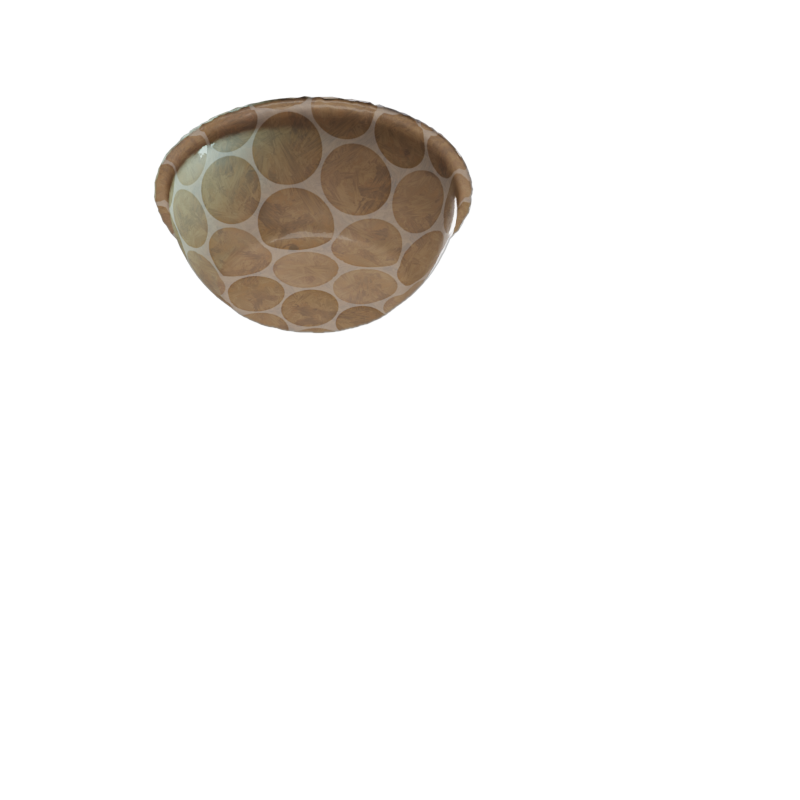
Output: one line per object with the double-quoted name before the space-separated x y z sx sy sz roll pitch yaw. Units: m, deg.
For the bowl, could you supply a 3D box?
"bowl" -0.043 -0.079 0.552 0.162 0.059 0.152 1 -29 -2
